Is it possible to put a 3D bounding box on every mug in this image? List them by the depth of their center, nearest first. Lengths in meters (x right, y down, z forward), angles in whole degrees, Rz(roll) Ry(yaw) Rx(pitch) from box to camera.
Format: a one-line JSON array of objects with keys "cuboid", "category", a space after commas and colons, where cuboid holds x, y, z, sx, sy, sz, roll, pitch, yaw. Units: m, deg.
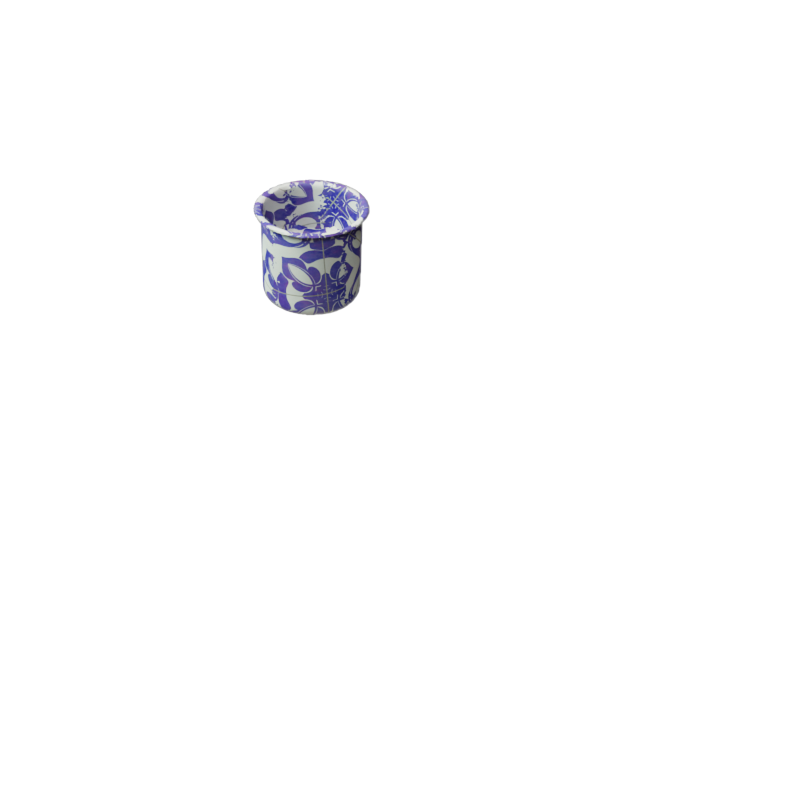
[{"cuboid": [-0.072, -0.131, 0.918, 0.094, 0.076, 0.124, 3, 36, 3], "category": "mug"}]
